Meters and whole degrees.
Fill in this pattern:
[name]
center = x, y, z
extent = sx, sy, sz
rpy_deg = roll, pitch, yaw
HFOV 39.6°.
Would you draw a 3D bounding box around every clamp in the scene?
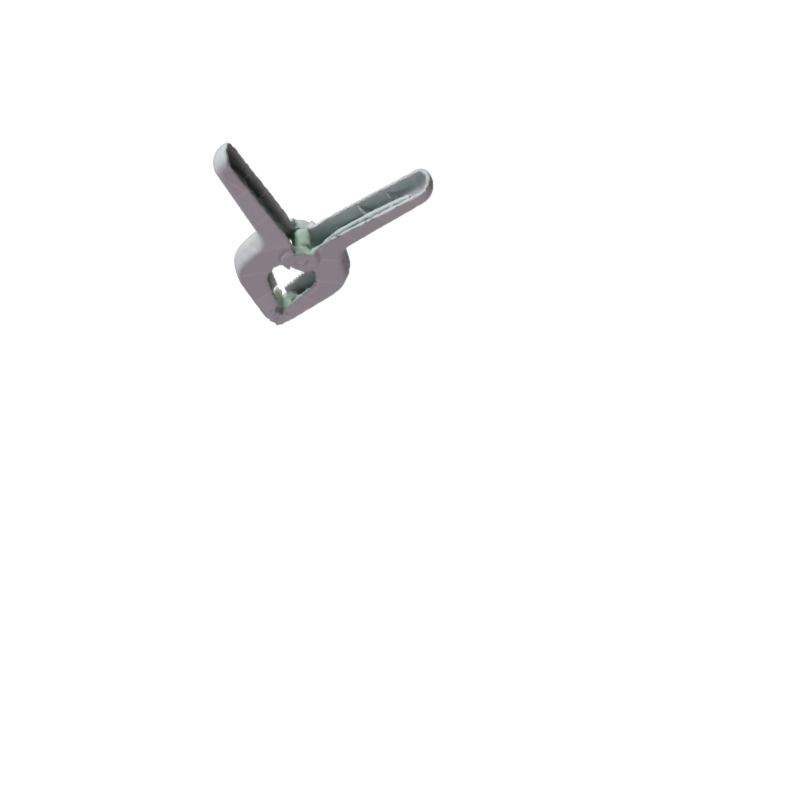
[clamp]
center = -0.069, -0.126, 0.883
extent = 0.163, 0.039, 0.198
rpy_deg = 4, -32, -7
